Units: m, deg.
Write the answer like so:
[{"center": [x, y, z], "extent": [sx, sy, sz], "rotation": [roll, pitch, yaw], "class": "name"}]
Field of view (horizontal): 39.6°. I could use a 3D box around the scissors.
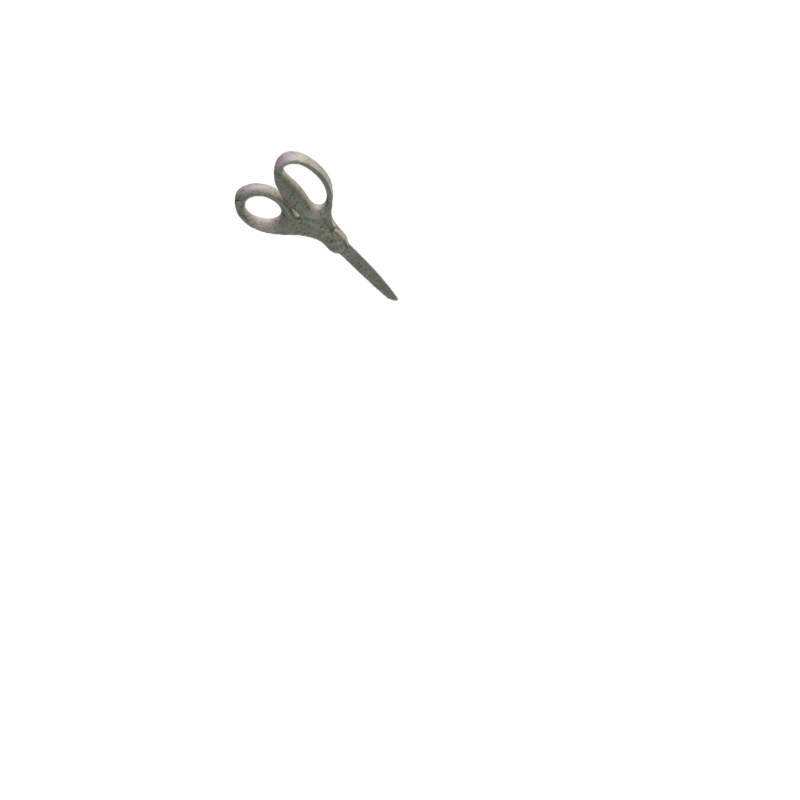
[{"center": [-0.078, -0.143, 0.999], "extent": [0.097, 0.017, 0.186], "rotation": [-14, -44, 14], "class": "scissors"}]
